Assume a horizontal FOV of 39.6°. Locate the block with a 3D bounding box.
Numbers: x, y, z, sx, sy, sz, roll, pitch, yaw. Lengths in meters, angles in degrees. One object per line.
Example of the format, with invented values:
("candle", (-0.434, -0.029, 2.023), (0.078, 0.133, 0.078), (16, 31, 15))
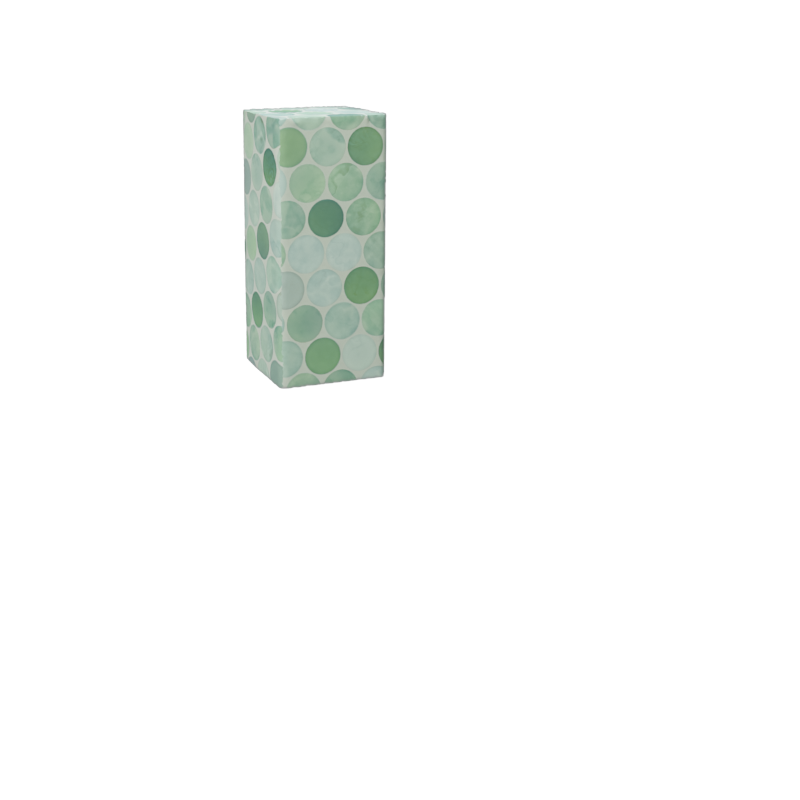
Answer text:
("block", (-0.068, -0.125, 0.874), (0.089, 0.200, 0.095), (-5, 14, -22))
